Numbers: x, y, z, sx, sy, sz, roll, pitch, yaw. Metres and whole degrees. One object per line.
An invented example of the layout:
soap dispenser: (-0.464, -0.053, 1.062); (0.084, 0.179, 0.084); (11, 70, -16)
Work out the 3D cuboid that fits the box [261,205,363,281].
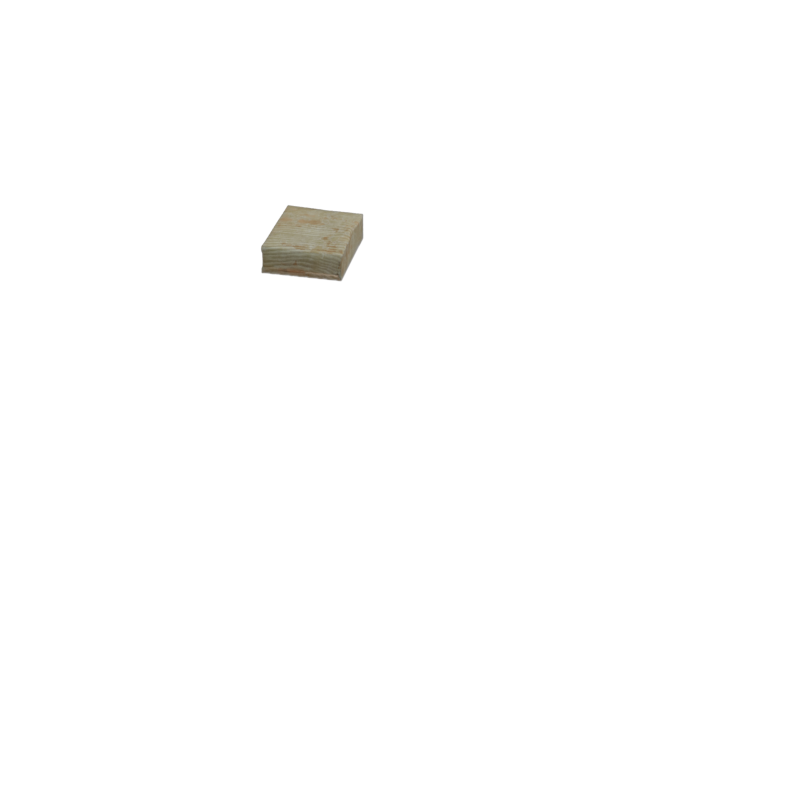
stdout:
box: (-0.077, -0.141, 0.987); (0.074, 0.028, 0.093); (7, 33, 10)
